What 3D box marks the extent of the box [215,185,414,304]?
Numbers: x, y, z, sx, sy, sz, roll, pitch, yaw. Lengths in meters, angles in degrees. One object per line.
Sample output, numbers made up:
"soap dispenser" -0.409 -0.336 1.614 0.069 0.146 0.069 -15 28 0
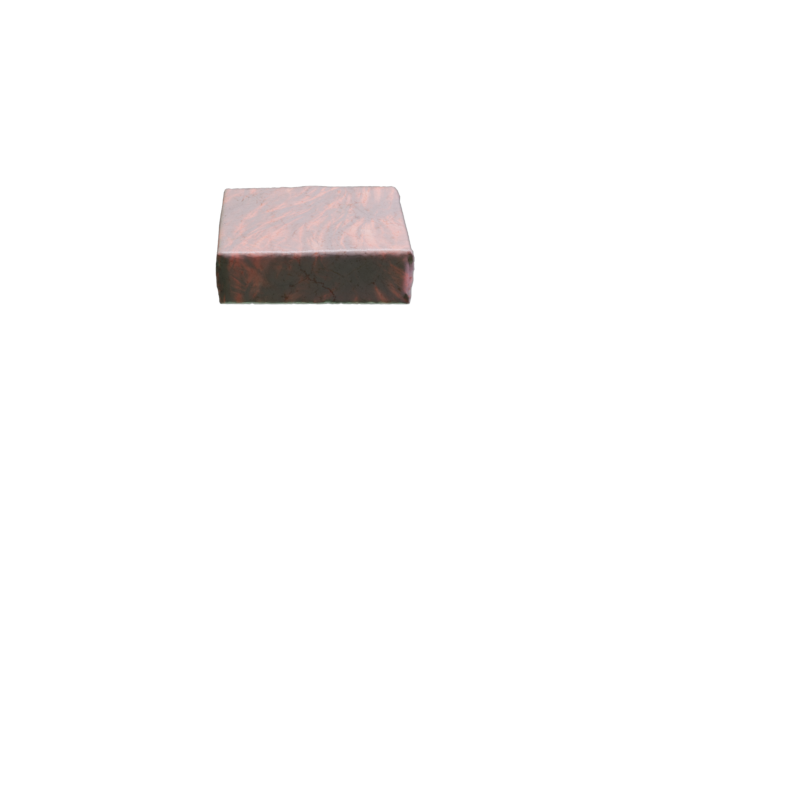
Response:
"box" -0.041 -0.075 0.525 0.089 0.028 0.078 -2 32 -3
